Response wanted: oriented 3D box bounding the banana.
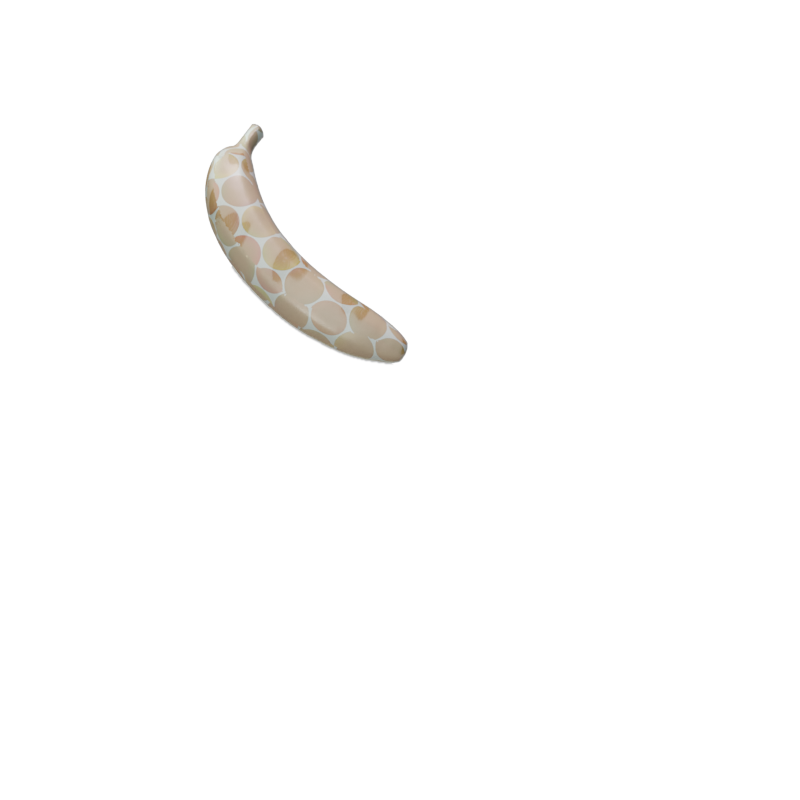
[{"bbox_3d":[-0.073,-0.096,0.708,0.069,0.209,0.035,-28,-21,-12],"label":"banana"}]
